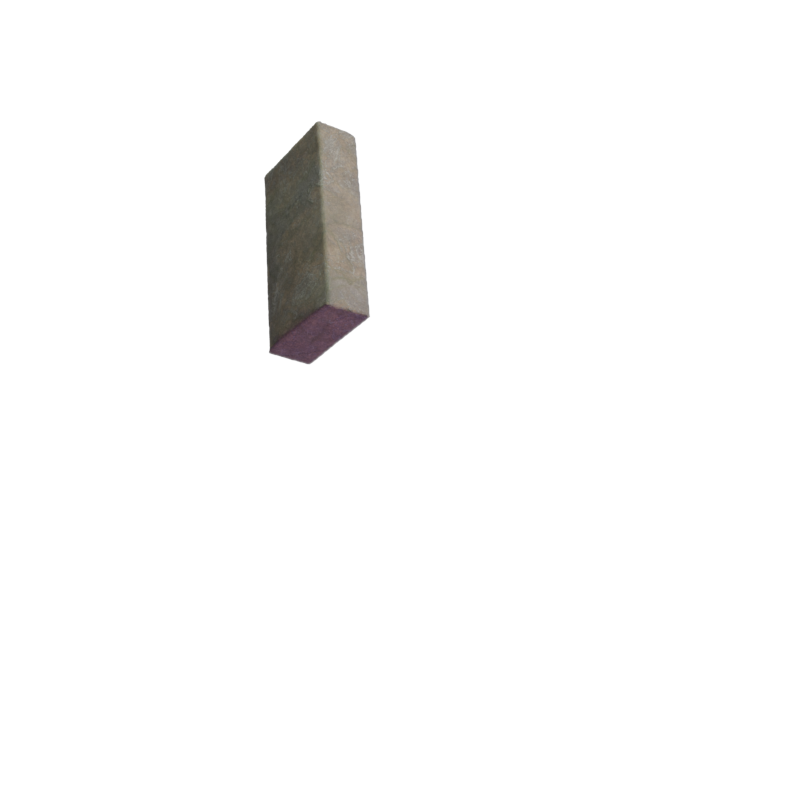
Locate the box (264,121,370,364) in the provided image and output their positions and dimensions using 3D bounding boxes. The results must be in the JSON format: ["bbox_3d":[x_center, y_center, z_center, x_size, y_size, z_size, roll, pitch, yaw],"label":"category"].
[{"bbox_3d":[-0.070,-0.129,0.901,0.046,0.188,0.092,18,-36,-30],"label":"box"}]
